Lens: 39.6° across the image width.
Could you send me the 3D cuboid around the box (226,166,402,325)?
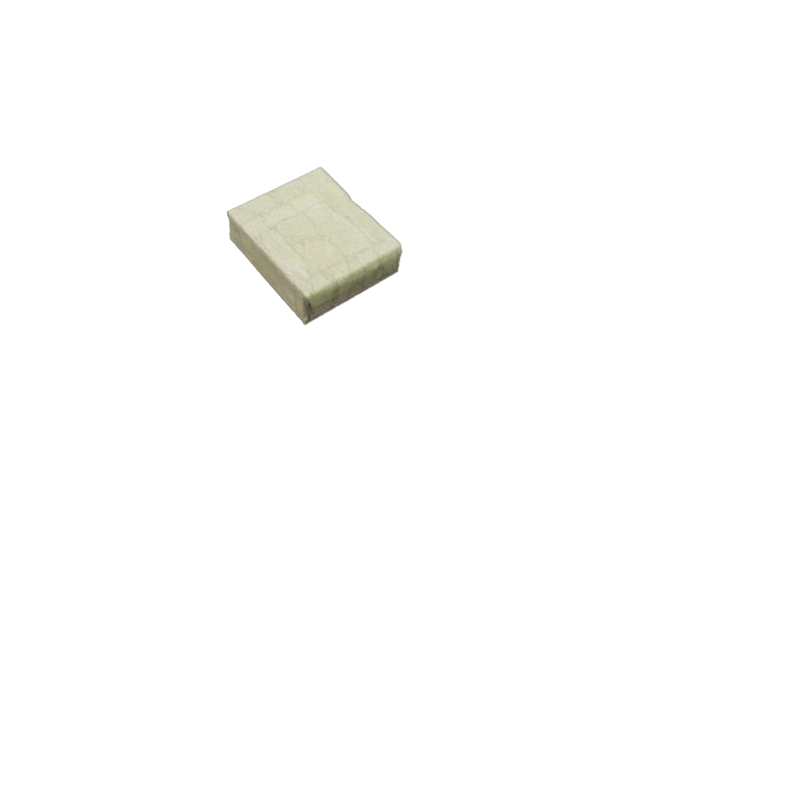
[{"bbox_3d":[-0.054,-0.099,0.693,0.073,0.028,0.096,-29,57,-22],"label":"box"}]
